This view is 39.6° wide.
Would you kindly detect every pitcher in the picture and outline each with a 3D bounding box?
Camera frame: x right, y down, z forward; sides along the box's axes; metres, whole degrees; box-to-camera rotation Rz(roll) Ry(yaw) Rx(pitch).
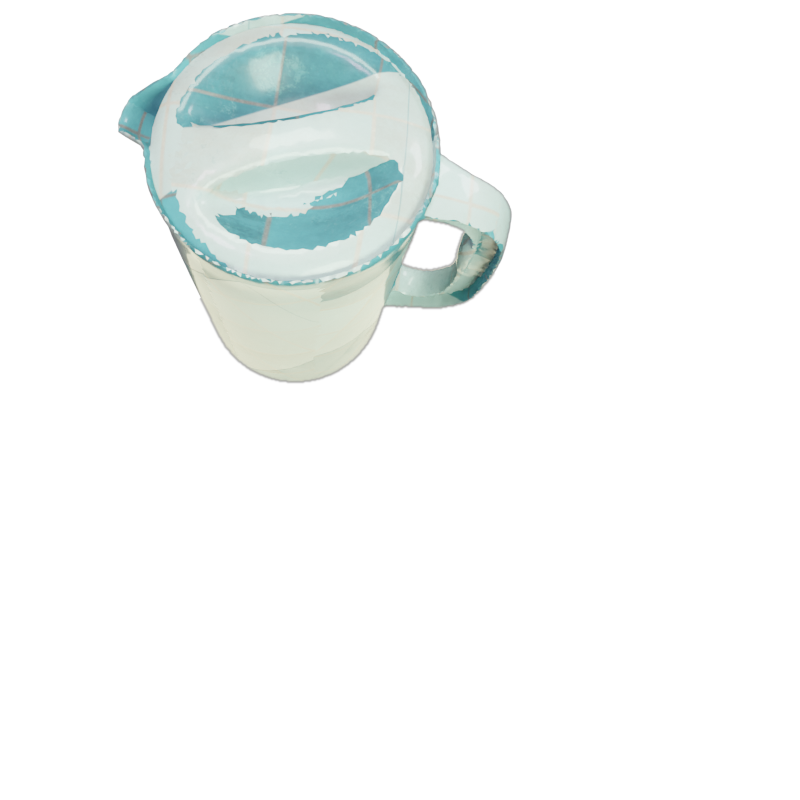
[{"bbox_3d":[-0.047,-0.085,0.596,0.145,0.155,0.234,-29,-12,-10],"label":"pitcher"}]
